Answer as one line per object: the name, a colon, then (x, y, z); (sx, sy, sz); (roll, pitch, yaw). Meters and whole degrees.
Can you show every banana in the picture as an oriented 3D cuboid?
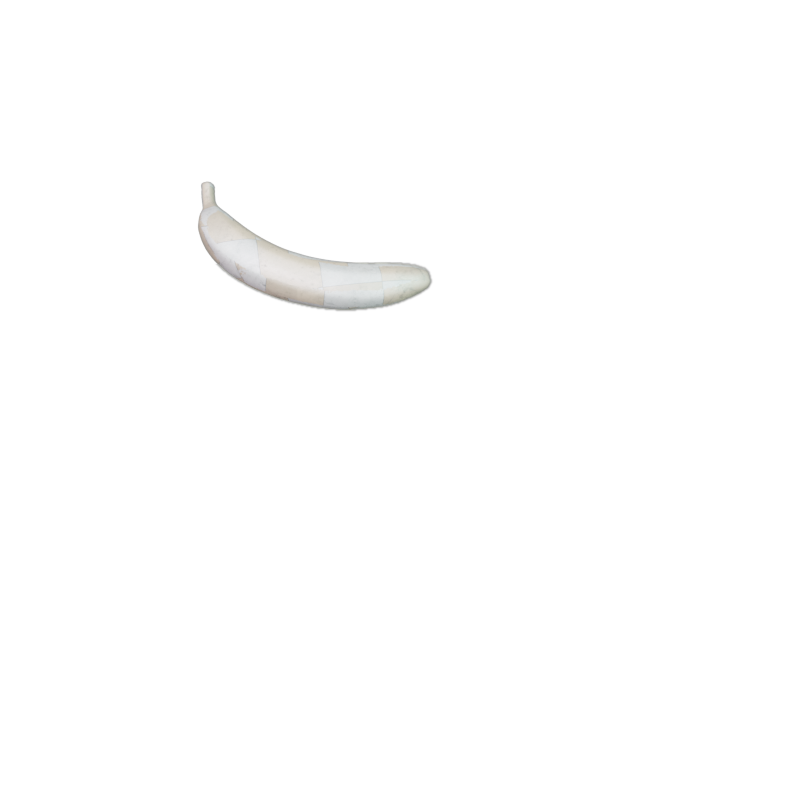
banana: (-0.078, -0.107, 0.848); (0.201, 0.071, 0.035); (24, -16, 8)
